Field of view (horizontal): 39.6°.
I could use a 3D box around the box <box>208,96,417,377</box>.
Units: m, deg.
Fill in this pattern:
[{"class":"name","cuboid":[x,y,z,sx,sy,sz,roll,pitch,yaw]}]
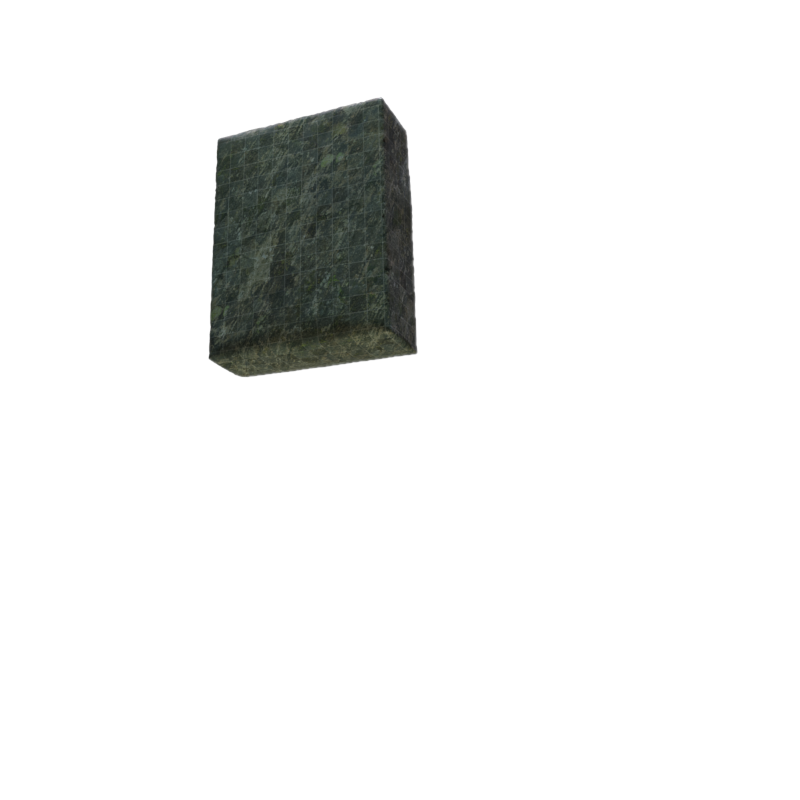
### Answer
[{"class":"box","cuboid":[-0.074,-0.136,0.951,0.167,0.226,0.067,-10,-25,21]}]
